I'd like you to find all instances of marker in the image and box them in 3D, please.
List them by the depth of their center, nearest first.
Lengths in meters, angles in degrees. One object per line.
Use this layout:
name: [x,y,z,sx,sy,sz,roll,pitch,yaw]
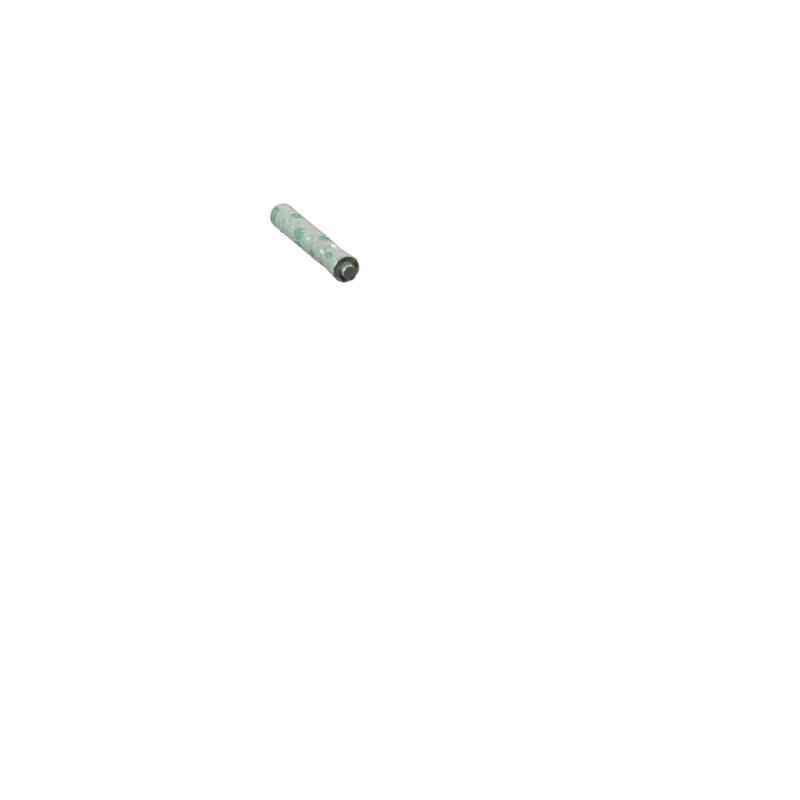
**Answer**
marker: [-0.060,-0.109,0.762,0.019,0.019,0.130,-2,26,-27]
